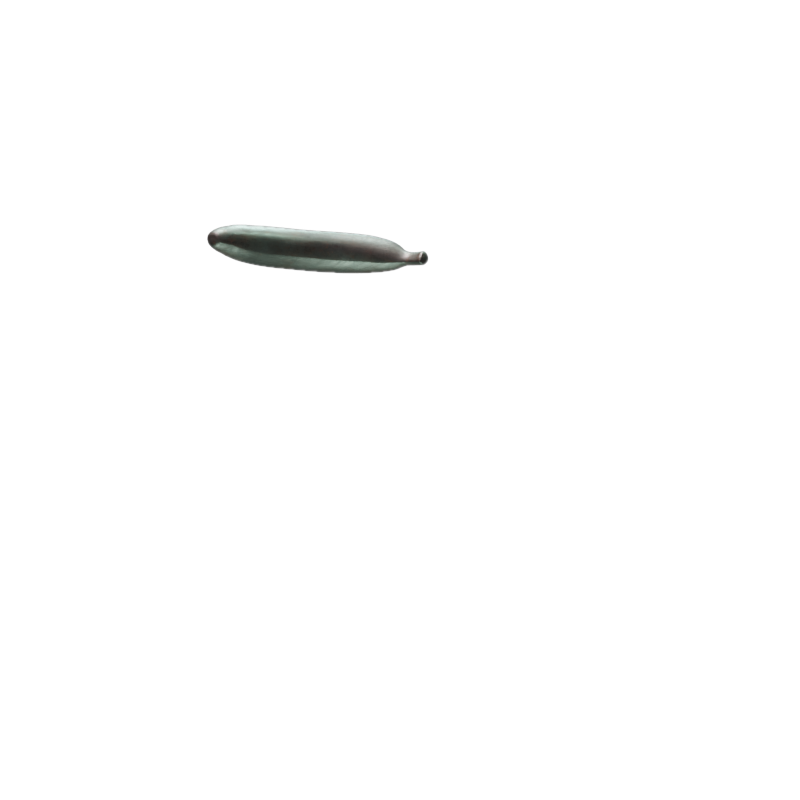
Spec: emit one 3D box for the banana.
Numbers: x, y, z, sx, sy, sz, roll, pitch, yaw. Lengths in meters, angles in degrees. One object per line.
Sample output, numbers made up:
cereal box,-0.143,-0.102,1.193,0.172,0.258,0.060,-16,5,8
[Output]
banana,-0.079,-0.138,0.999,0.194,0.038,0.069,2,-9,-14
